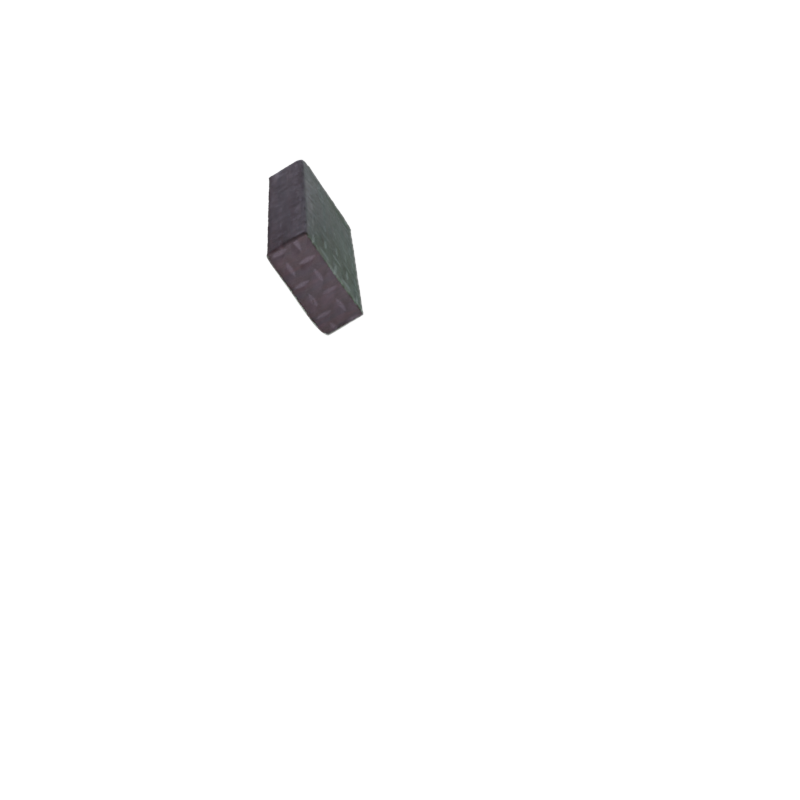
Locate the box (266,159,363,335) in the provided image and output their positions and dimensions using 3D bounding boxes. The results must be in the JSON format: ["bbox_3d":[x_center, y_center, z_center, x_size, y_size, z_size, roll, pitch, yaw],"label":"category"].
[{"bbox_3d":[-0.077,-0.141,0.985,0.048,0.088,0.188,-29,29,13],"label":"box"}]
